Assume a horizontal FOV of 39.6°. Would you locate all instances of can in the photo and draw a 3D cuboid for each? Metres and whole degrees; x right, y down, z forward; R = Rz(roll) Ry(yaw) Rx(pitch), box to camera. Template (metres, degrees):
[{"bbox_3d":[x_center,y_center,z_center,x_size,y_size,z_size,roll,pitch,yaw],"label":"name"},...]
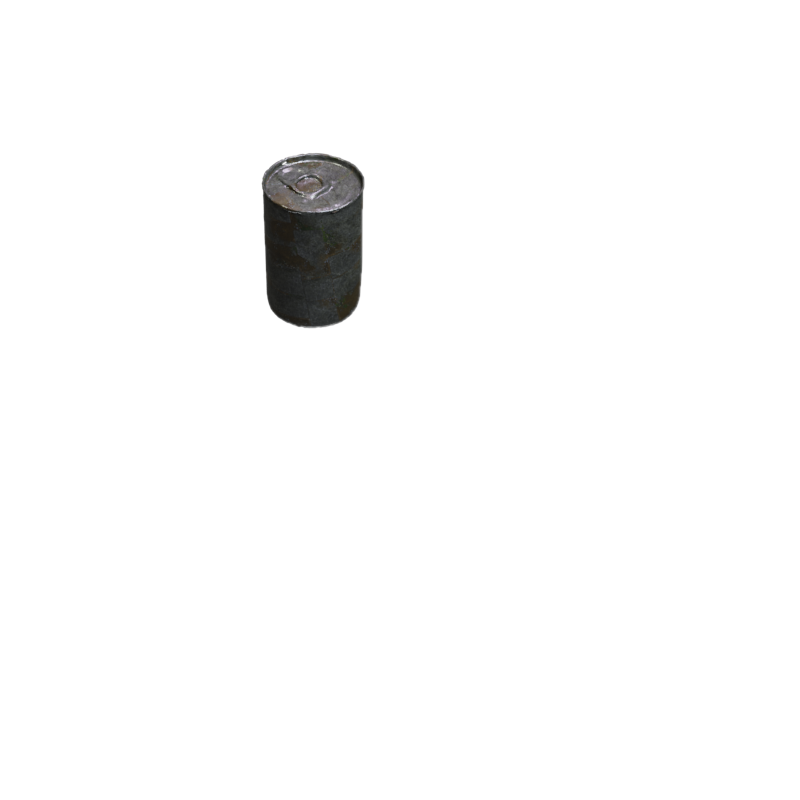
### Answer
[{"bbox_3d":[-0.059,-0.108,0.759,0.068,0.095,0.073,0,42,-3],"label":"can"}]
